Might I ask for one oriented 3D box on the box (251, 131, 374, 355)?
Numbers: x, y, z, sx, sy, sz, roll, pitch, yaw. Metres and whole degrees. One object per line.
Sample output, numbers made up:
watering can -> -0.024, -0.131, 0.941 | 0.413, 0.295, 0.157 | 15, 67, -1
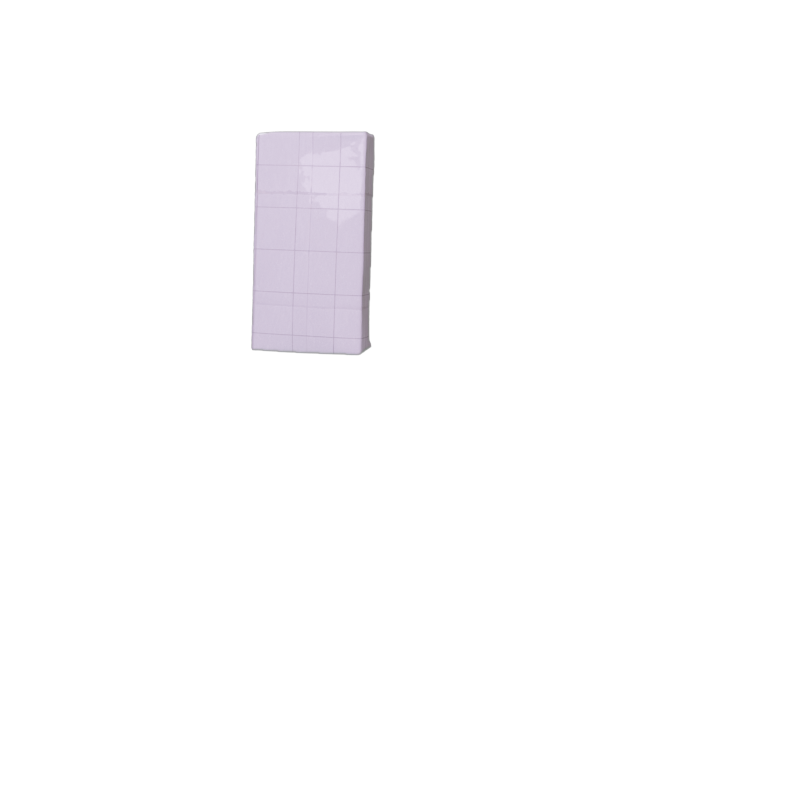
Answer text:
box -> -0.070, -0.127, 0.892 | 0.095, 0.175, 0.048 | 1, 4, 13
